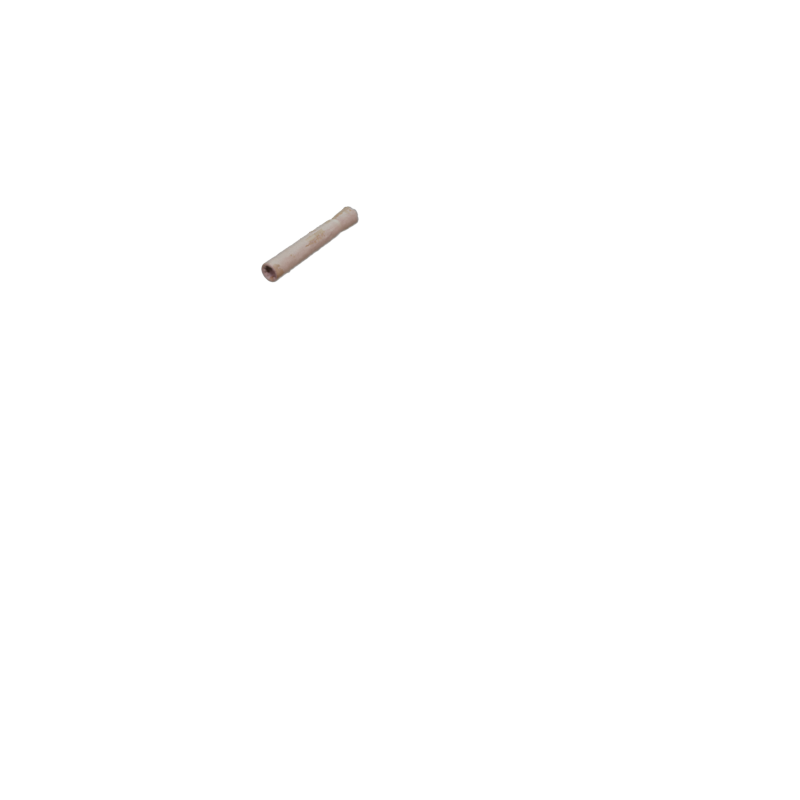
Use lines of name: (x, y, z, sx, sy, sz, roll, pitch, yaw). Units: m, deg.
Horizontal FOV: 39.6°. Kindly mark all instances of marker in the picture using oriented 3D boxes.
marker: (-0.077, -0.141, 0.989, 0.021, 0.019, 0.123, 3, 34, 41)
